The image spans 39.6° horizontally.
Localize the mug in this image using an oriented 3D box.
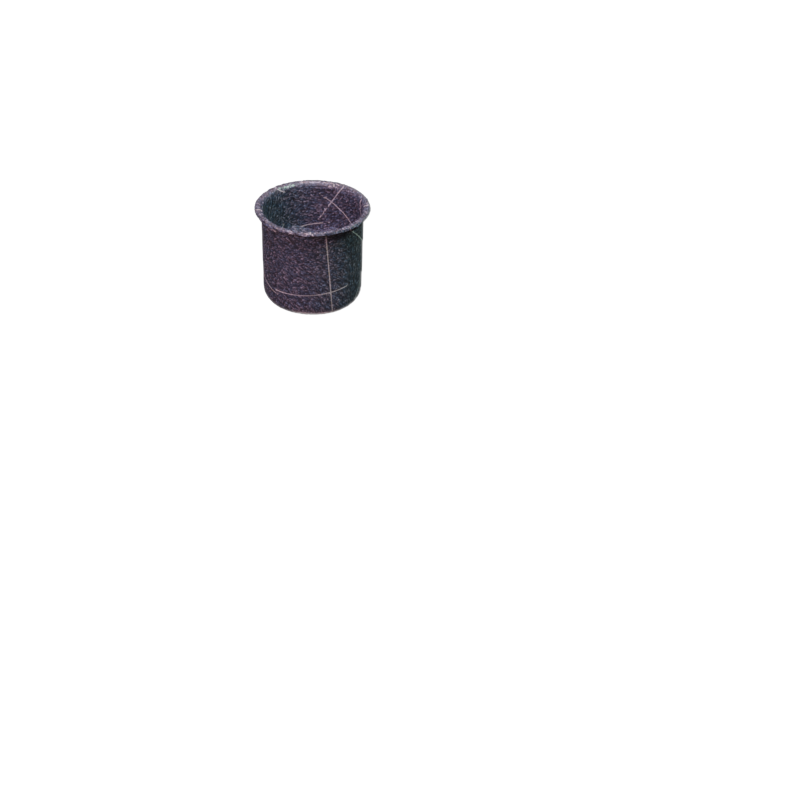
[{"bbox_3d":[-0.072,-0.131,0.917,0.093,0.076,0.125,1,35,0],"label":"mug"}]
